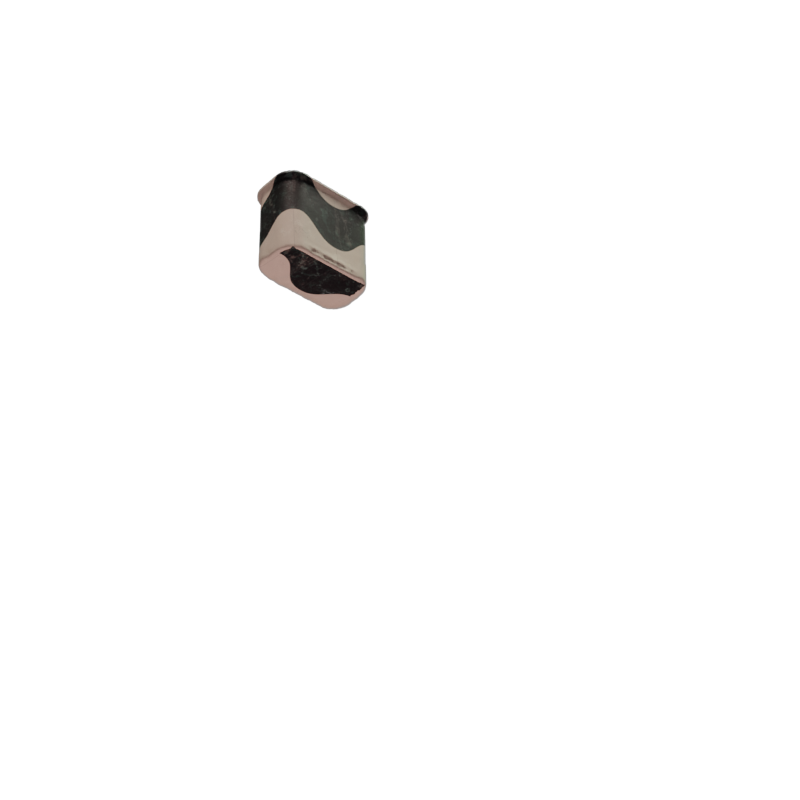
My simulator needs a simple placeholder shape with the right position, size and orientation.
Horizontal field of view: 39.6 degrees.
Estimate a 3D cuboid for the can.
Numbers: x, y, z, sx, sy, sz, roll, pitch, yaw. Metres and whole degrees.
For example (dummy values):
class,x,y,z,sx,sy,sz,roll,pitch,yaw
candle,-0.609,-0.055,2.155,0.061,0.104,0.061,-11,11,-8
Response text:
class,x,y,z,sx,sy,sz,roll,pitch,yaw
can,-0.075,-0.138,0.964,0.096,0.090,0.057,26,-45,-33
